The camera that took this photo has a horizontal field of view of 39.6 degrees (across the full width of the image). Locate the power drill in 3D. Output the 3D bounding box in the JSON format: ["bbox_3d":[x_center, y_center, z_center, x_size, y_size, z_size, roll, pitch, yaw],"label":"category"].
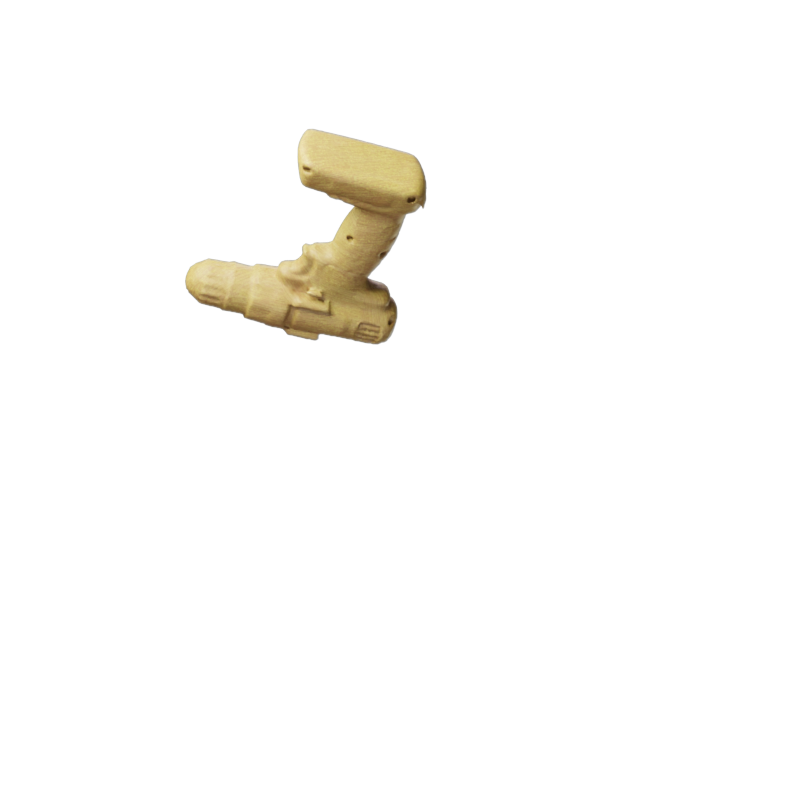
[{"bbox_3d":[-0.071,-0.130,0.908,0.181,0.062,0.178,12,-45,-13],"label":"power drill"}]
